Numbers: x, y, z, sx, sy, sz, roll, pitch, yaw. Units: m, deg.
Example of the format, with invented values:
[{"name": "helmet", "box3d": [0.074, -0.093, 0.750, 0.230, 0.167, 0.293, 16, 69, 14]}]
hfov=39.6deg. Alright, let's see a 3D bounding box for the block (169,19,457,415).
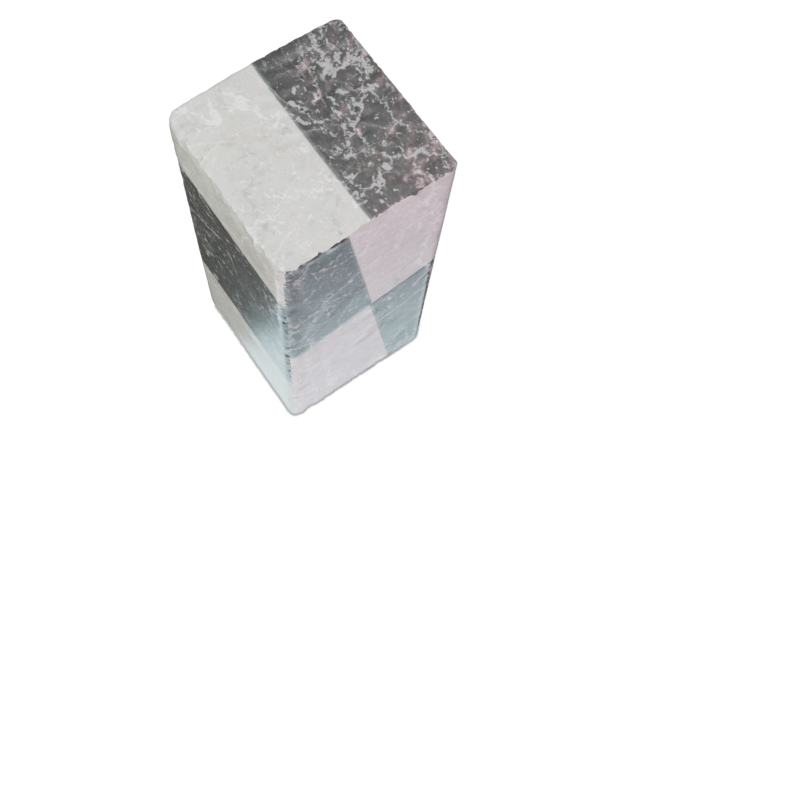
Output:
[{"name": "block", "box3d": [-0.043, -0.078, 0.546, 0.090, 0.095, 0.197, -33, -13, -13]}]
